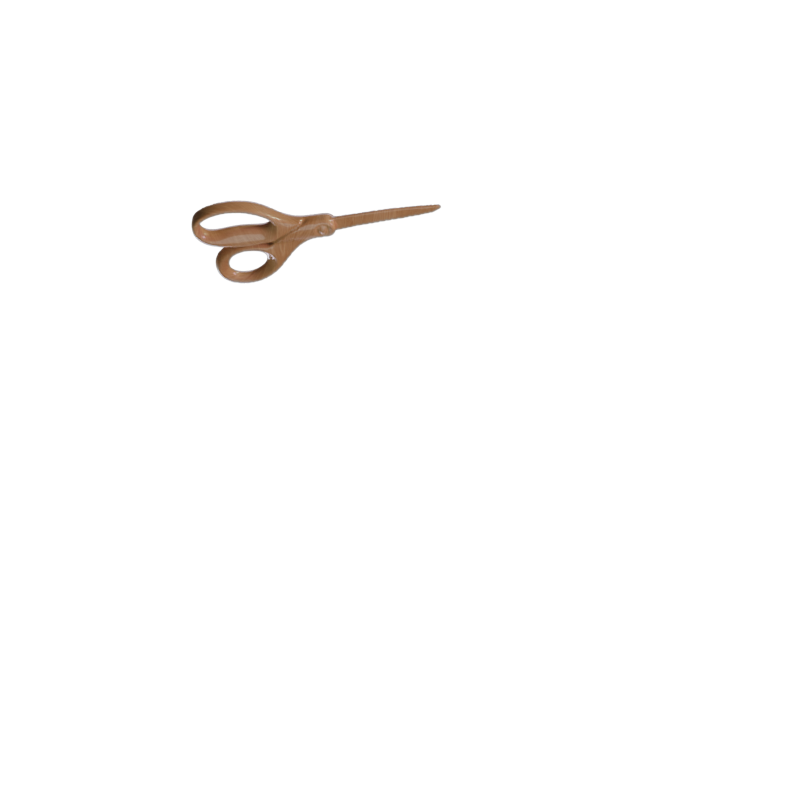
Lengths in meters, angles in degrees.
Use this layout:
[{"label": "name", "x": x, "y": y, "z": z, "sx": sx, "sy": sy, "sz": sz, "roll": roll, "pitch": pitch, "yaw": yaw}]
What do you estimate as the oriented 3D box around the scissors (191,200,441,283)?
[{"label": "scissors", "x": -0.072, "y": -0.132, "z": 0.924, "sx": 0.201, "sy": 0.017, "sz": 0.090, "roll": 2, "pitch": -41, "yaw": -3}]
